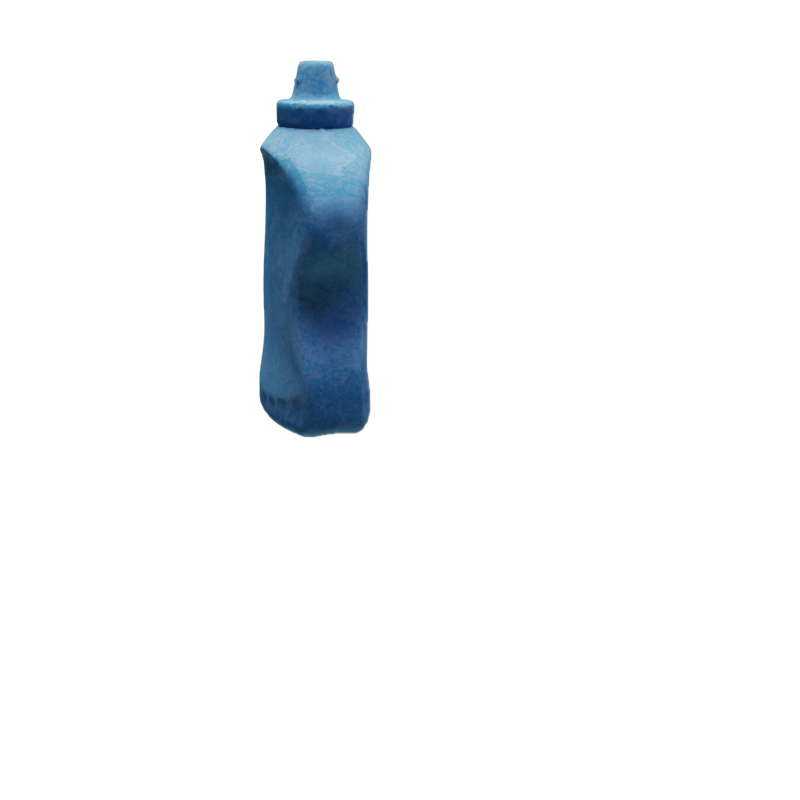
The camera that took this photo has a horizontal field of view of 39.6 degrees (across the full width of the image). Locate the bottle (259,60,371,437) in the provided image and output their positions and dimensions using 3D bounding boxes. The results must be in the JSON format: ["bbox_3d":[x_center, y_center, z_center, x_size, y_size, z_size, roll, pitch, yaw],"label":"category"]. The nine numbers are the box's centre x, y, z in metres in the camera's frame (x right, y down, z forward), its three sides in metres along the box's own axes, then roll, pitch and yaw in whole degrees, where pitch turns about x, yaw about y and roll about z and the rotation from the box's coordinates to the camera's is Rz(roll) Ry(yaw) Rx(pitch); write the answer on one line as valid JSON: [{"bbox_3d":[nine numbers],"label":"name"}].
[{"bbox_3d":[-0.046,-0.085,0.596,0.057,0.186,0.100,-2,13,-15],"label":"bottle"}]
